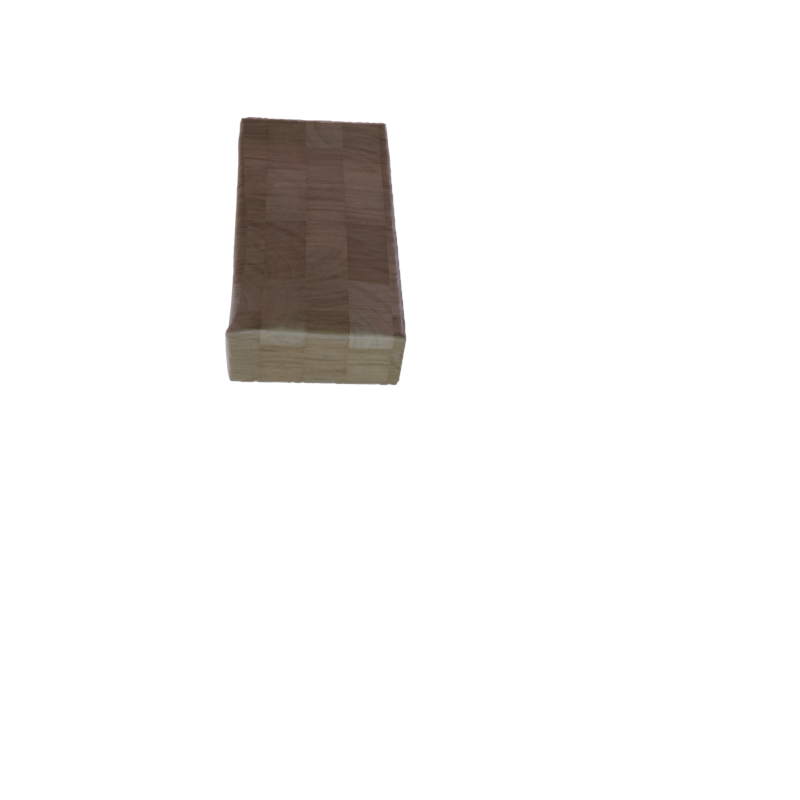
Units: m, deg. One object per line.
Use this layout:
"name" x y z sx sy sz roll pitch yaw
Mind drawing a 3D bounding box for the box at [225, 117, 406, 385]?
"box" -0.049 -0.090 0.634 0.093 0.189 0.045 1 -44 -5
